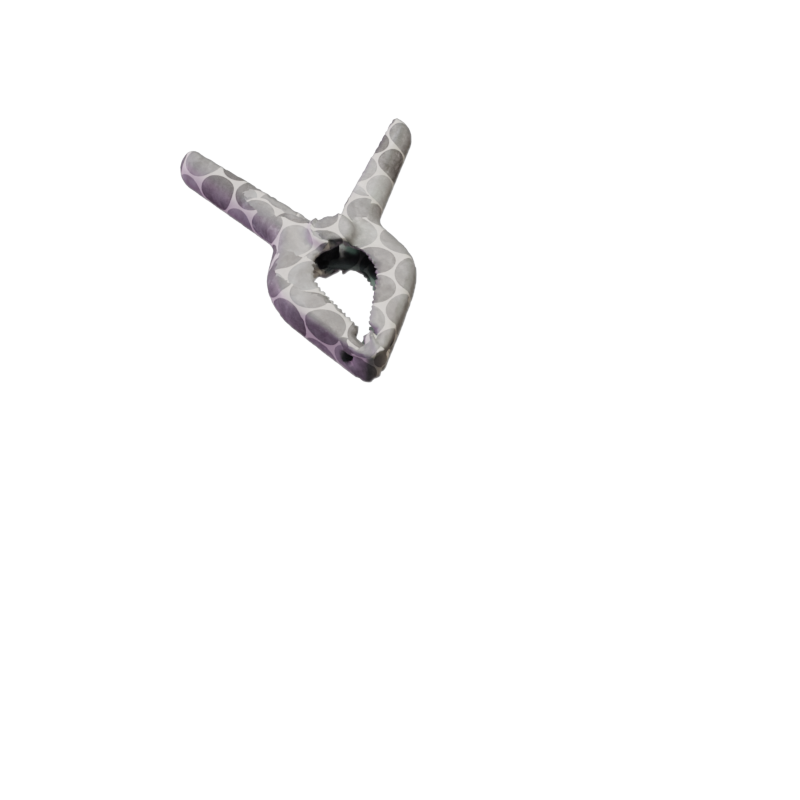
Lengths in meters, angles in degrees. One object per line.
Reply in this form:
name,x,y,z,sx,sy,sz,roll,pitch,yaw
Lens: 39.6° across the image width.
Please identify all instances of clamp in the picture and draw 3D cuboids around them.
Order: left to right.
clamp,-0.057,-0.103,0.722,0.163,0.226,0.034,-7,-38,-6
